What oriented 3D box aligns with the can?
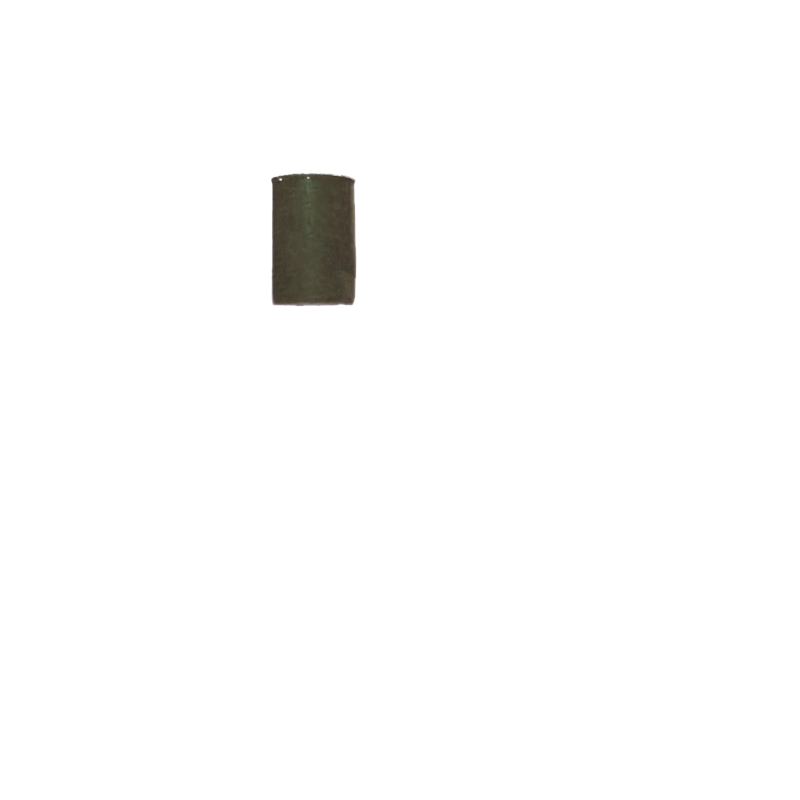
[{"bbox_3d":[-0.070,-0.127,0.890,0.068,0.103,0.068,0,-1,-2],"label":"can"}]
